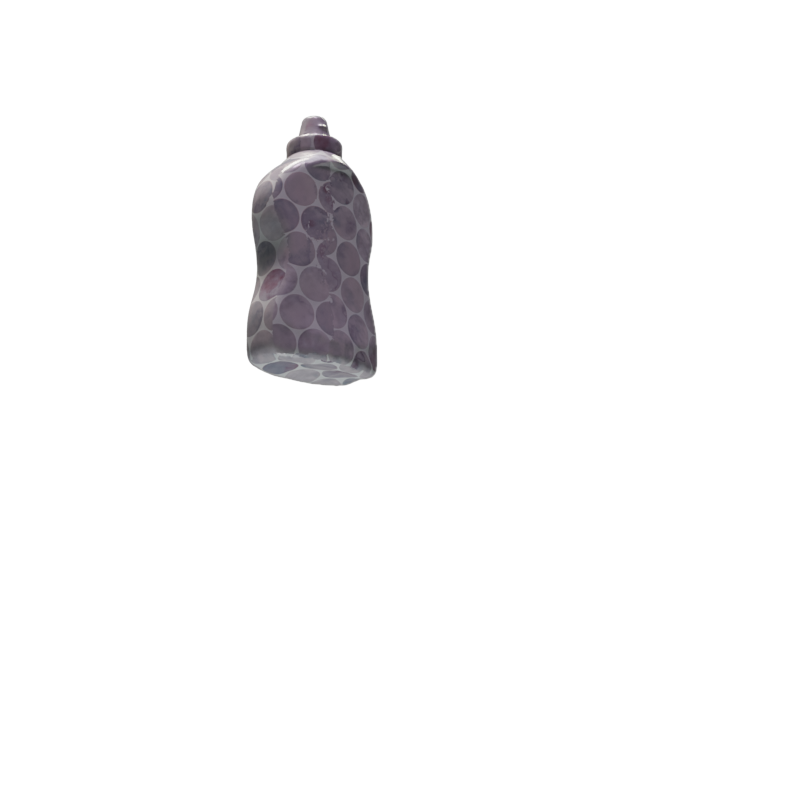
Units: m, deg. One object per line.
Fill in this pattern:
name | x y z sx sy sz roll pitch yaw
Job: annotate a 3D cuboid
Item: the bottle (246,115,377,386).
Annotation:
bottle | -0.061 -0.112 0.782 0.091 0.201 0.059 15 -26 -38
